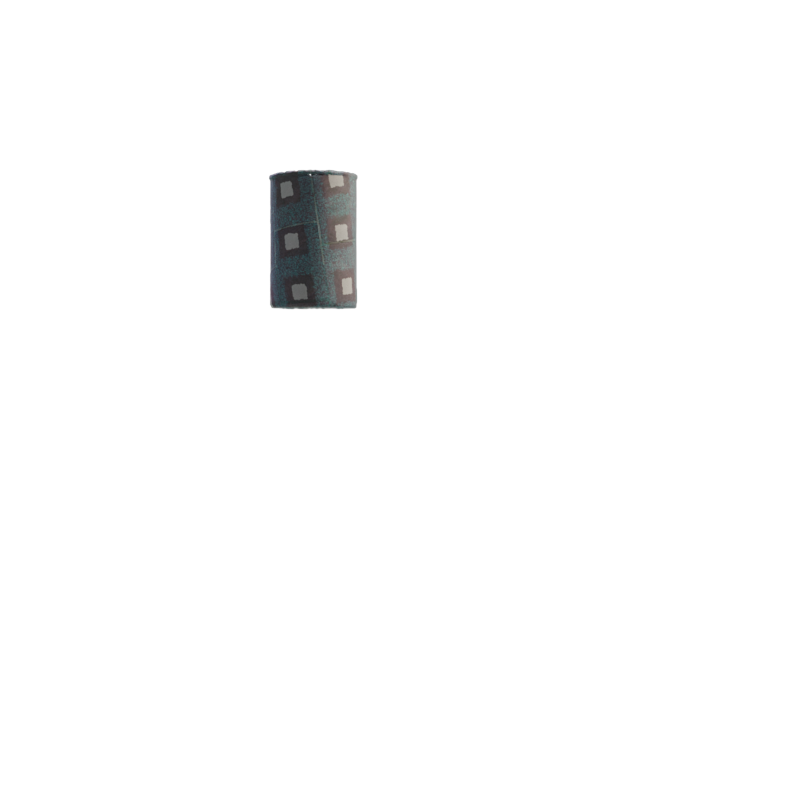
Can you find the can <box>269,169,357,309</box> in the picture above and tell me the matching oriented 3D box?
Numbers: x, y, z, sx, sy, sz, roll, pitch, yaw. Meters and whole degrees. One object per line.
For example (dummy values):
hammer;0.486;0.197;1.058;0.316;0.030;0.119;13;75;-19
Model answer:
can;-0.066;-0.121;0.847;0.068;0.103;0.068;0;-2;-2
